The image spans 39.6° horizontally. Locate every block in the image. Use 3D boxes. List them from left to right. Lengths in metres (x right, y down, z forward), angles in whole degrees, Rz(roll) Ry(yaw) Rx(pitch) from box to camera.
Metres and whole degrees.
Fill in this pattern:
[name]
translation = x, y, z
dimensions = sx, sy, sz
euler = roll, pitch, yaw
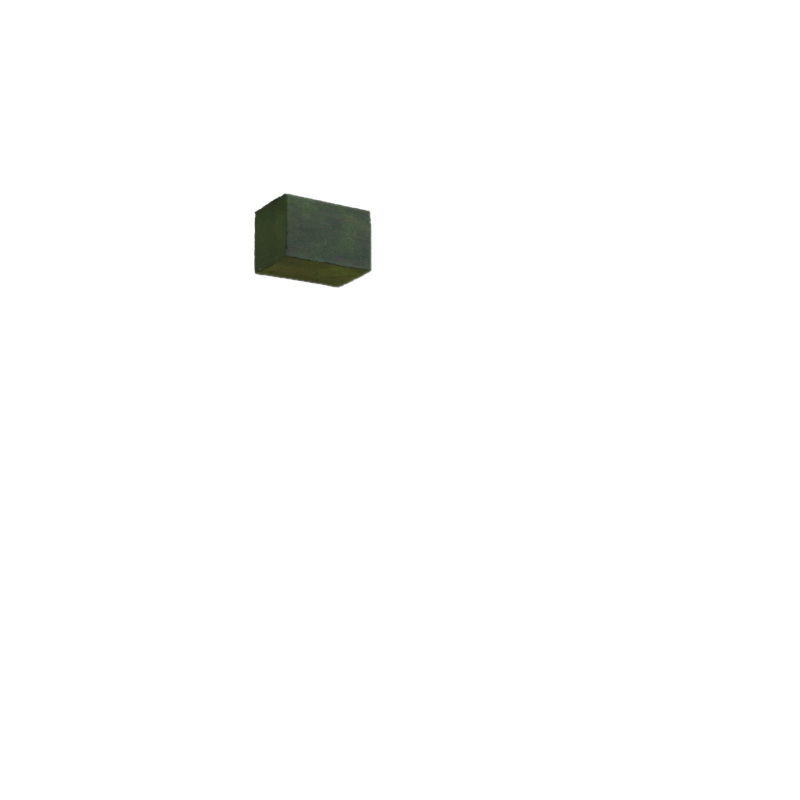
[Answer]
[block]
translation = -0.067, -0.122, 0.855
dimensions = 0.075, 0.053, 0.053
euler = 8, -17, -32
